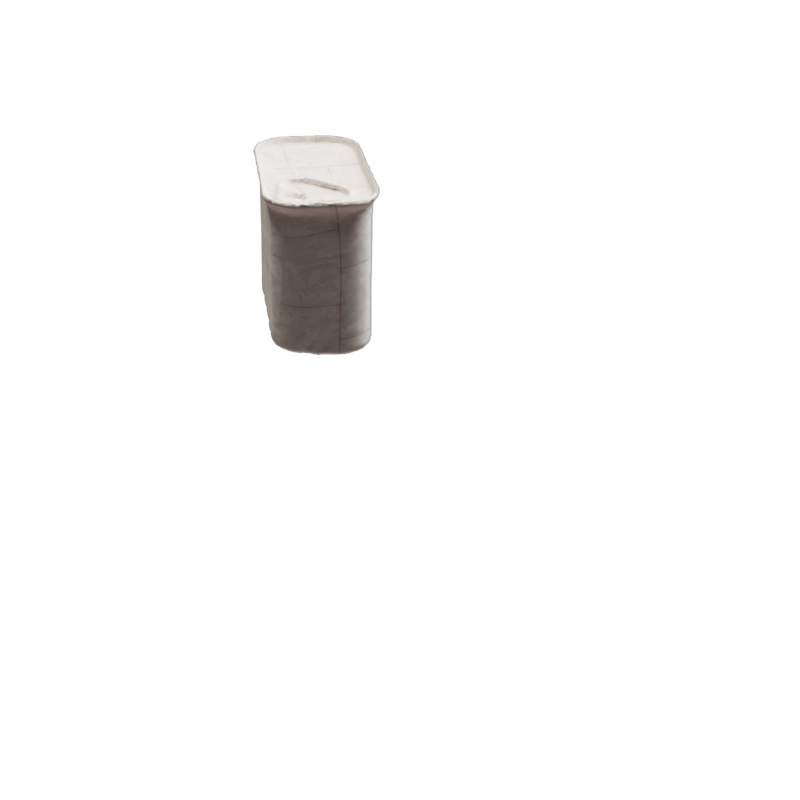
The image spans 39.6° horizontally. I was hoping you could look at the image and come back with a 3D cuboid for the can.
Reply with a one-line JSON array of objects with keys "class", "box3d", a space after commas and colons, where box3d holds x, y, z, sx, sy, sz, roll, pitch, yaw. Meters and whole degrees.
[{"class": "can", "box3d": [-0.045, -0.083, 0.578, 0.057, 0.079, 0.109, -3, 28, -9]}]
